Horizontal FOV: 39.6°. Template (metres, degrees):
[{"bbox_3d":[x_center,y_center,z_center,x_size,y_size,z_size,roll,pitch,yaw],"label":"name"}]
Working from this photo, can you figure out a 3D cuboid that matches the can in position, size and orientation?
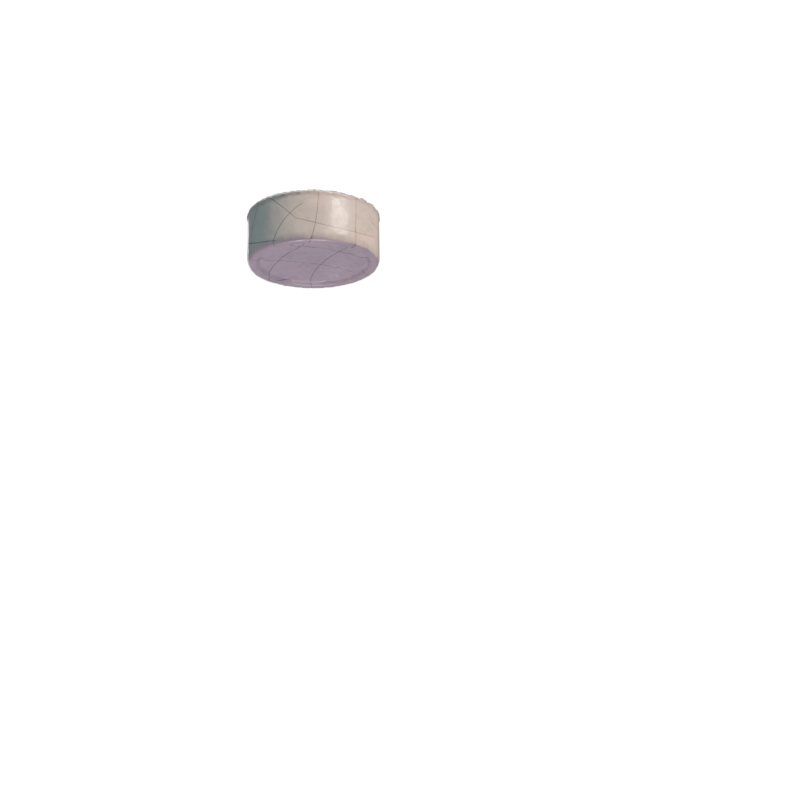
[{"bbox_3d":[-0.055,-0.101,0.709,0.086,0.035,0.082,0,-17,-2],"label":"can"}]
